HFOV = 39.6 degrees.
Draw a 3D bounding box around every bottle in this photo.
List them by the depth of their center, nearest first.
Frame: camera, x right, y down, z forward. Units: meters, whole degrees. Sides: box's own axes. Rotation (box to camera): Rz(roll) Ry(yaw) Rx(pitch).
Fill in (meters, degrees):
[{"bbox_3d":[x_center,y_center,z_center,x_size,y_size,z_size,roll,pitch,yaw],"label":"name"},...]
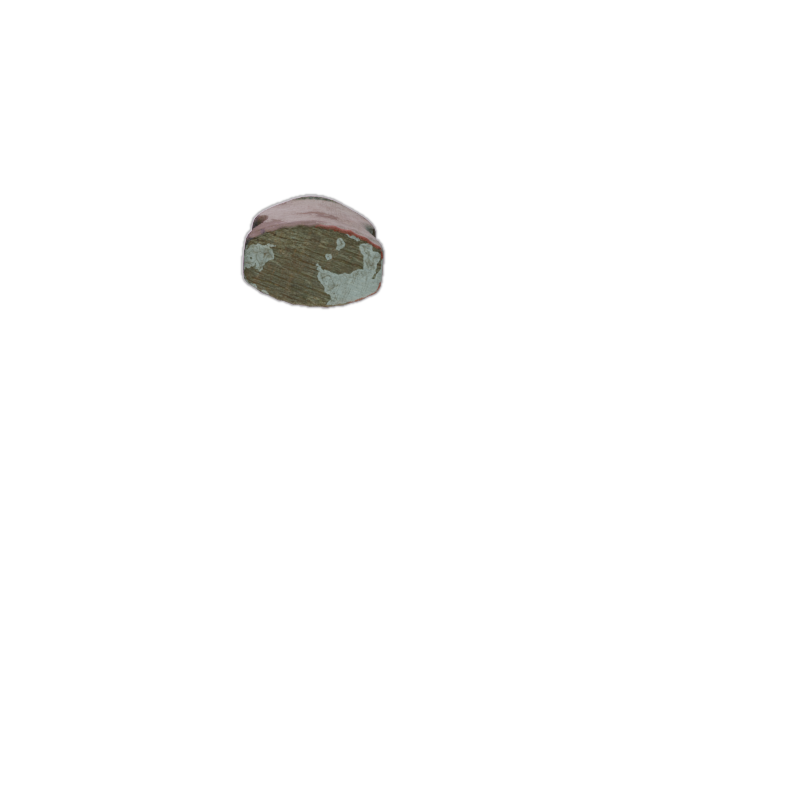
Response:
[{"bbox_3d":[-0.065,-0.119,0.835,0.096,0.056,0.199,2,17,-4],"label":"bottle"}]
